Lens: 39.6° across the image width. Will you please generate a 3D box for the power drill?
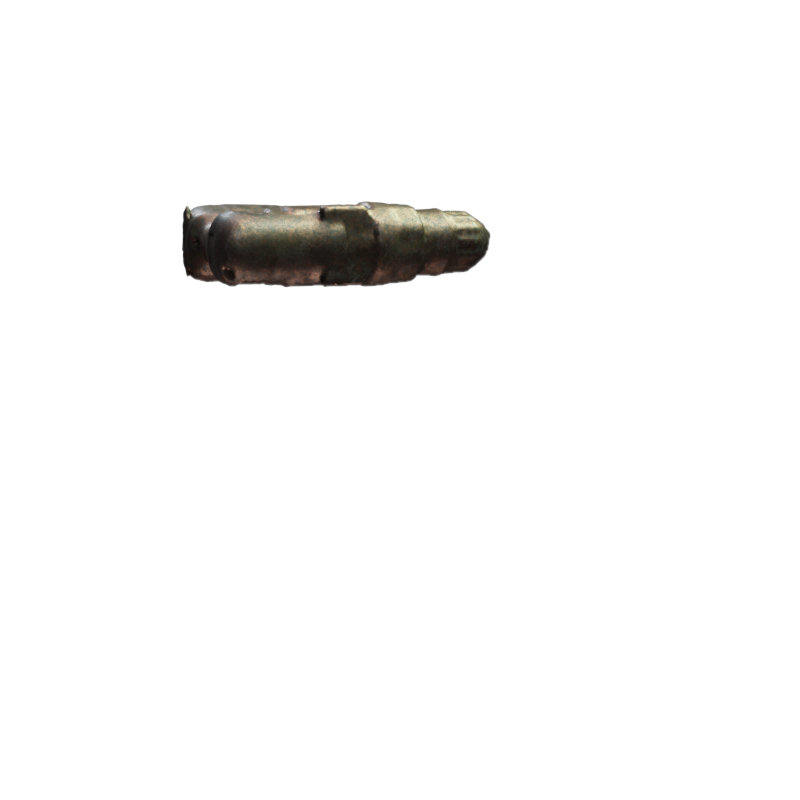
[{"bbox_3d":[-0.058,-0.106,0.745,0.179,0.057,0.194,-3,7,-24],"label":"power drill"}]
